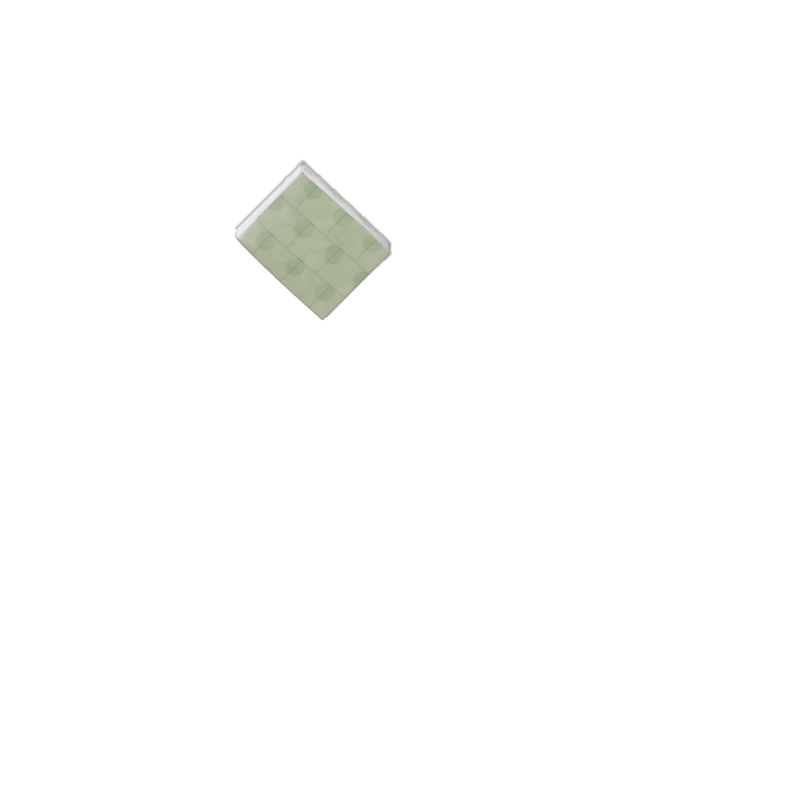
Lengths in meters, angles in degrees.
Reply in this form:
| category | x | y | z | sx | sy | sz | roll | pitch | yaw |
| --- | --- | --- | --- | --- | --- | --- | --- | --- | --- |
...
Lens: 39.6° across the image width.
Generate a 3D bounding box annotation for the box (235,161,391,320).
| category | x | y | z | sx | sy | sz | roll | pitch | yaw |
| --- | --- | --- | --- | --- | --- | --- | --- | --- | --- |
| box | -0.077 | -0.141 | 0.987 | 0.110 | 0.089 | 0.041 | 43 | 13 | -13 |
